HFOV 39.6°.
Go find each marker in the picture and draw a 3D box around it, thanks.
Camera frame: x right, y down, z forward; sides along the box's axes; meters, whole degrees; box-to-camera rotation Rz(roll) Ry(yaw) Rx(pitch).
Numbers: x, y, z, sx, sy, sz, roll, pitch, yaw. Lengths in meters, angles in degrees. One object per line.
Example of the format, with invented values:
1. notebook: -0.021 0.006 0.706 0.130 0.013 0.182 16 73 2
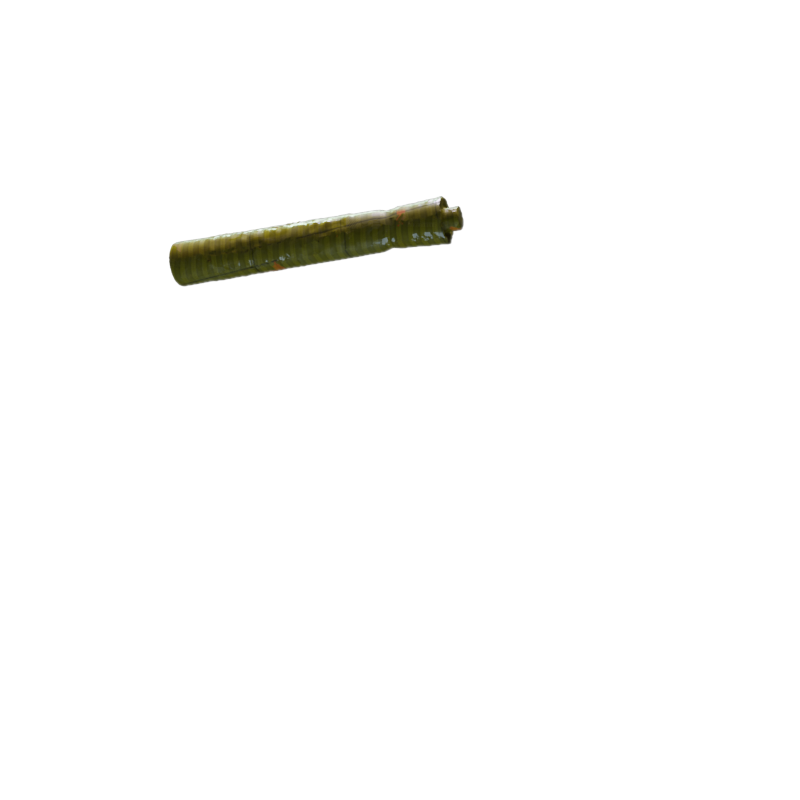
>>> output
1. marker: -0.035 -0.063 0.443 0.123 0.020 0.019 -7 2 19
